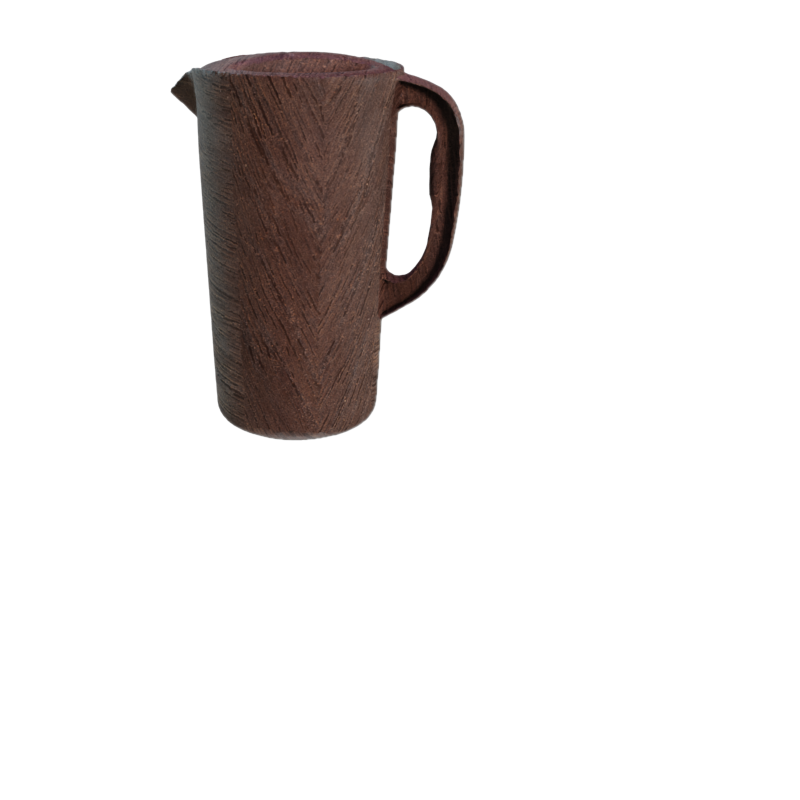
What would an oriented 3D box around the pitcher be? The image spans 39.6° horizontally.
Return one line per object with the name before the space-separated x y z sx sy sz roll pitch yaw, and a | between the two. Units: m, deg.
pitcher | -0.056 -0.103 0.719 0.142 0.234 0.159 -11 21 -34
